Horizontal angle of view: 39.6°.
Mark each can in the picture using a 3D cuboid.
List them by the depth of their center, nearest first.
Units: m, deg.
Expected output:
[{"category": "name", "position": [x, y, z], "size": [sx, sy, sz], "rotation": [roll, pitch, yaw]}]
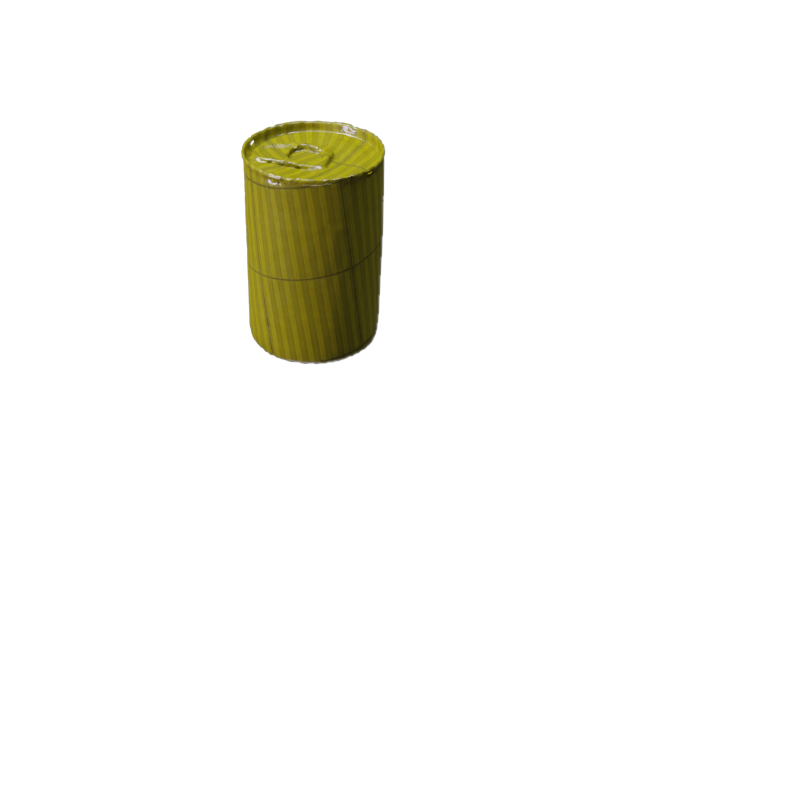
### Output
[{"category": "can", "position": [-0.043, -0.078, 0.546], "size": [0.068, 0.096, 0.073], "rotation": [0, 33, -3]}]
